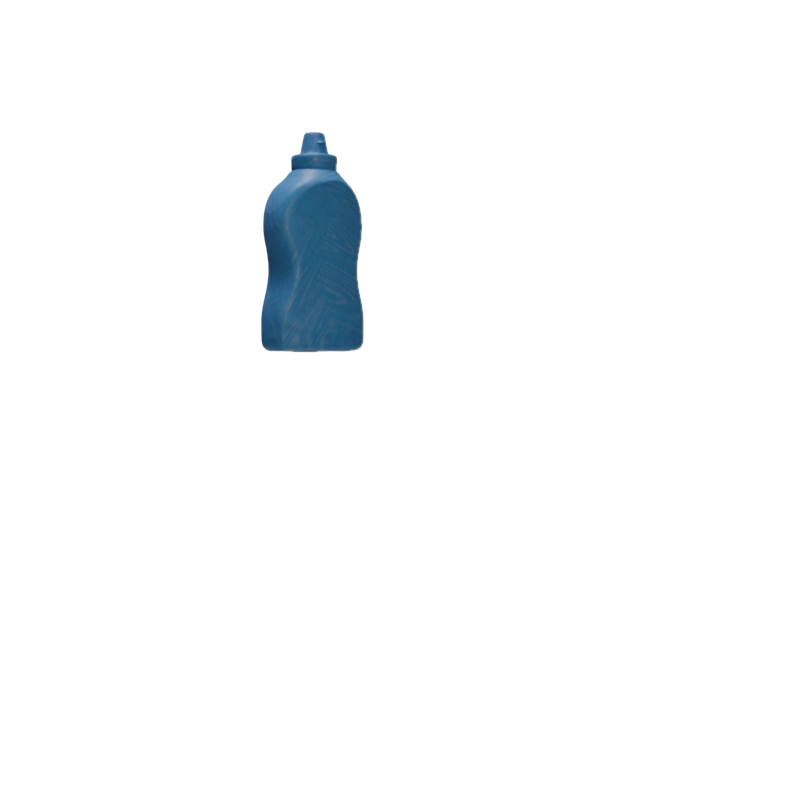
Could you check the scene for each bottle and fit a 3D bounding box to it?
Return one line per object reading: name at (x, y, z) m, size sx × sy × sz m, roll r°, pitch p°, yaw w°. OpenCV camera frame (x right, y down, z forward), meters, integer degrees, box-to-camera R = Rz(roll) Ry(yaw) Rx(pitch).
bottle at (-0.076, -0.139, 0.973) m, size 0.092 × 0.193 × 0.060 m, roll 2°, pitch -4°, yaw -40°
